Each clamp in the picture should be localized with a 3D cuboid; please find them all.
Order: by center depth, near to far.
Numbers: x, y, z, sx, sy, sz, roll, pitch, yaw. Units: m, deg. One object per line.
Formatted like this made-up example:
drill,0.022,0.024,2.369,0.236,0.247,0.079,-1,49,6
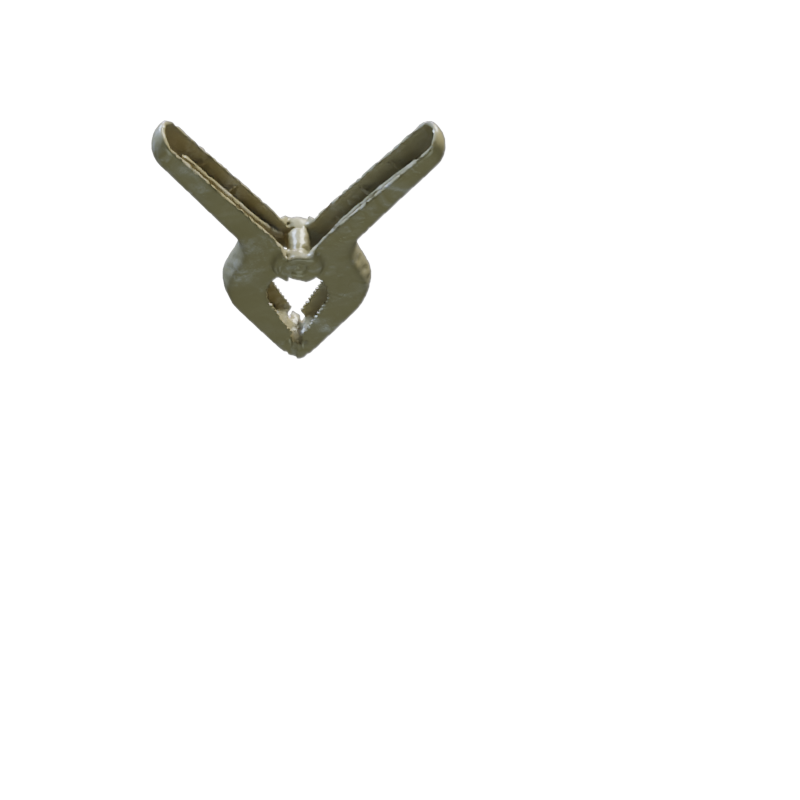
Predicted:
clamp,-0.054,-0.098,0.687,0.165,0.039,0.195,-2,-36,3
